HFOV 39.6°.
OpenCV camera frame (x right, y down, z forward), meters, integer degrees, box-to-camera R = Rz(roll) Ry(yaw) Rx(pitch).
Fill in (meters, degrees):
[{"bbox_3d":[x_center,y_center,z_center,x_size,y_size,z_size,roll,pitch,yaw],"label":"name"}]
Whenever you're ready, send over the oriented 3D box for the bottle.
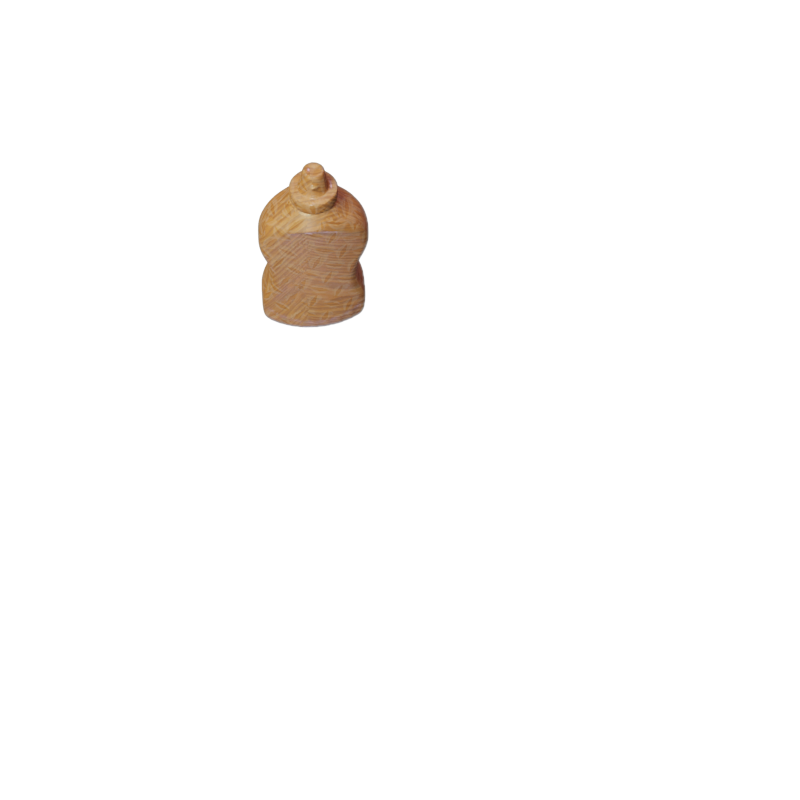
[{"bbox_3d":[-0.076,-0.139,0.975,0.096,0.063,0.179,-1,-33,-4],"label":"bottle"}]
